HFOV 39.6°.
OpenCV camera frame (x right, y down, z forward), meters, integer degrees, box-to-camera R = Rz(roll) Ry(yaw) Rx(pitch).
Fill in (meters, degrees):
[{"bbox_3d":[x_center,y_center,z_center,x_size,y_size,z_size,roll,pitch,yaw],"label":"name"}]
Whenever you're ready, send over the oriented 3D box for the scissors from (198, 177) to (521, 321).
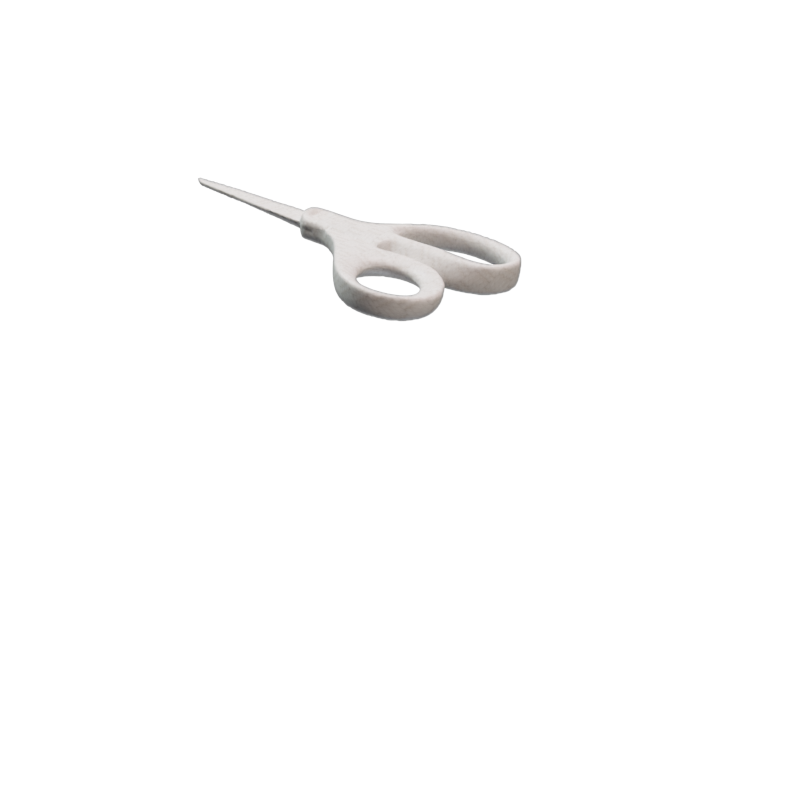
[{"bbox_3d":[-0.043,-0.078,0.545,0.211,0.015,0.097,16,33,26],"label":"scissors"}]
